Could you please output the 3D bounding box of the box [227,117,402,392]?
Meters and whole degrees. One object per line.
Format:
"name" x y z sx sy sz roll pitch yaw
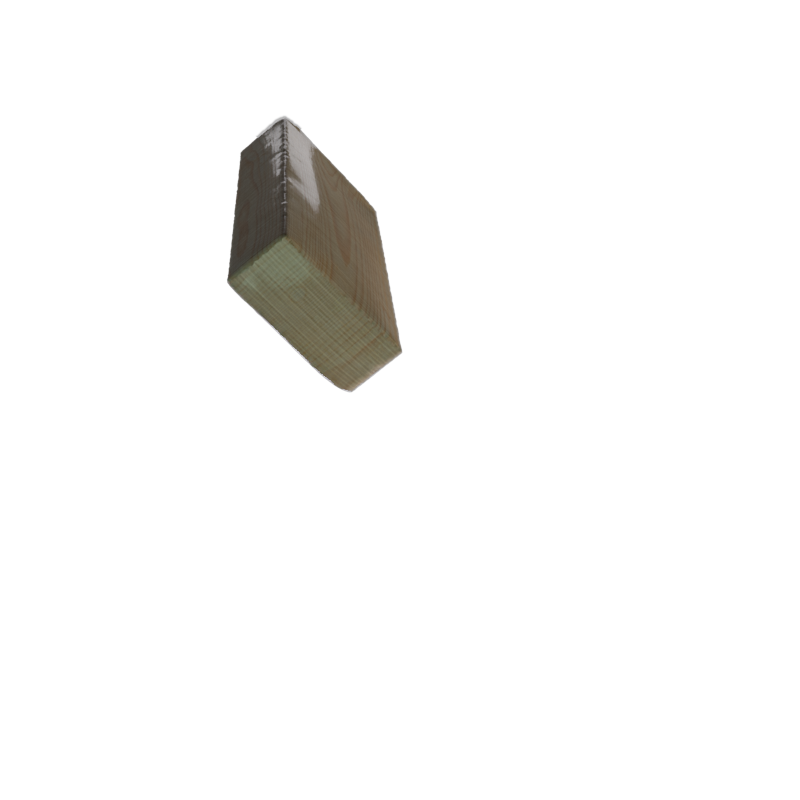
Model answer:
"box" -0.049 -0.090 0.627 0.048 0.088 0.188 -37 28 19
